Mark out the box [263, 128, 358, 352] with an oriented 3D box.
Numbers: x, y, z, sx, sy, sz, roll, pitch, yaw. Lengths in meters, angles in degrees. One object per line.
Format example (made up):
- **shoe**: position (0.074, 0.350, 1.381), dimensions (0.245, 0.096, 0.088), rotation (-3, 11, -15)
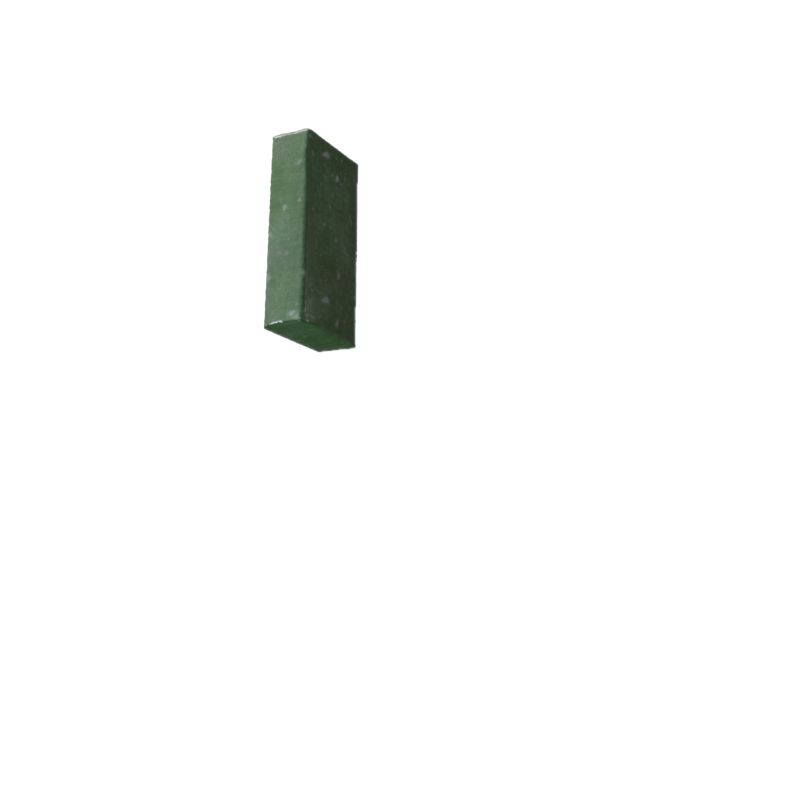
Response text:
- **box**: position (-0.076, -0.139, 0.972), dimensions (0.049, 0.185, 0.087), rotation (-12, -22, 26)
